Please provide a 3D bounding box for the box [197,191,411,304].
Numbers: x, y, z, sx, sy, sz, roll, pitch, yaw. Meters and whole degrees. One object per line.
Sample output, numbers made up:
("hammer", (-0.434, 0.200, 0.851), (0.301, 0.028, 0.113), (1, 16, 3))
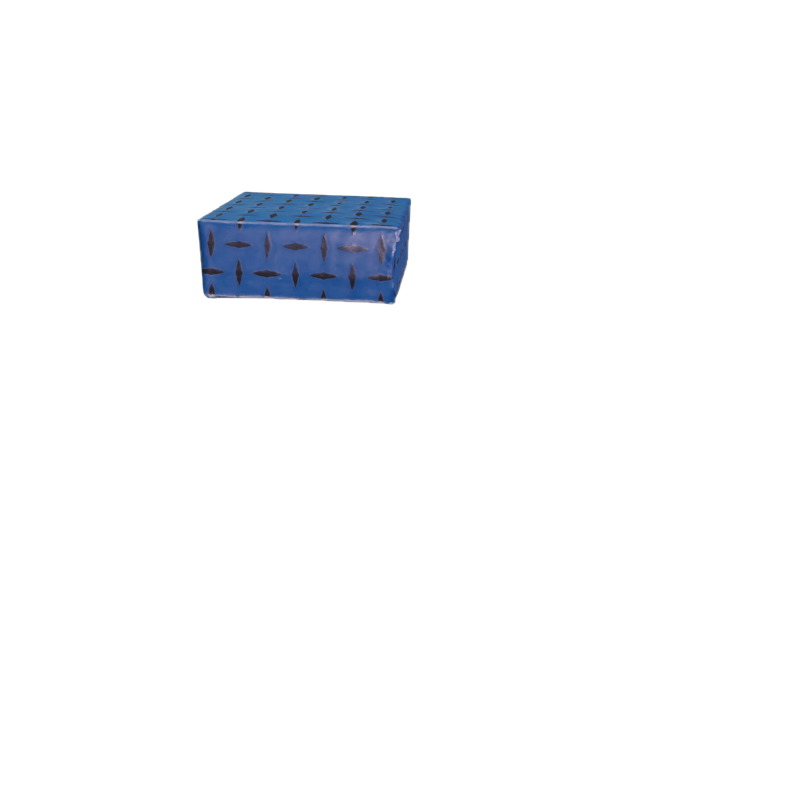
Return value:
("box", (-0.042, -0.076, 0.532), (0.090, 0.038, 0.117), (1, 18, 4))
